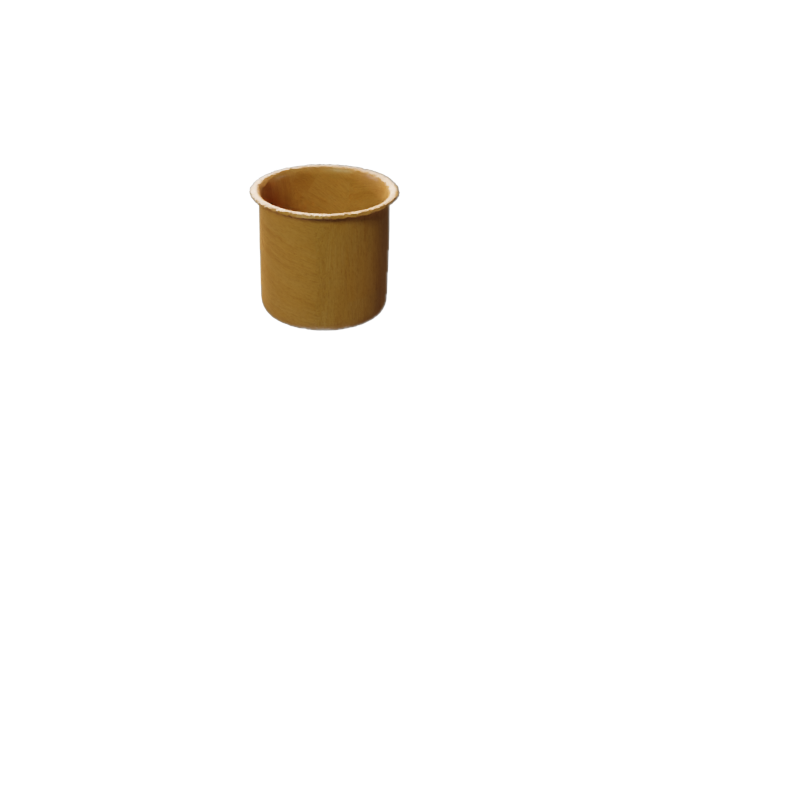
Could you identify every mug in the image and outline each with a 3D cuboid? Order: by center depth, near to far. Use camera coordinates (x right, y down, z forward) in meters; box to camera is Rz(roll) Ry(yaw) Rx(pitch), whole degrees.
[{"bbox_3d":[-0.056,-0.102,0.713,0.092,0.077,0.125,-19,34,-33],"label":"mug"}]
